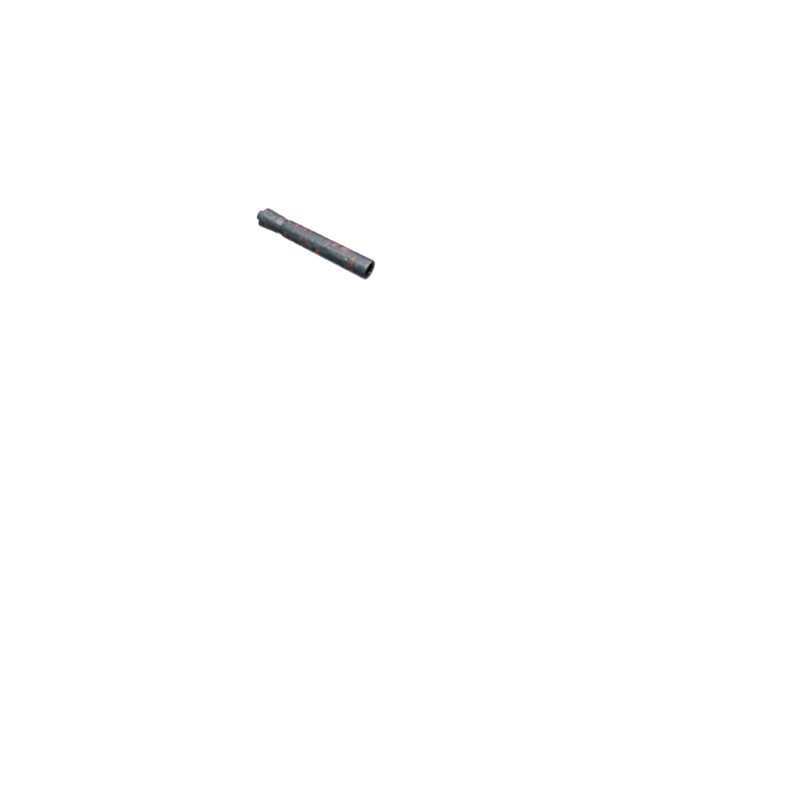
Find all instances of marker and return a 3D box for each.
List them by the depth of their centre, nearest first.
[{"bbox_3d":[-0.078,-0.142,0.995,0.127,0.019,0.019,29,14,22],"label":"marker"}]
